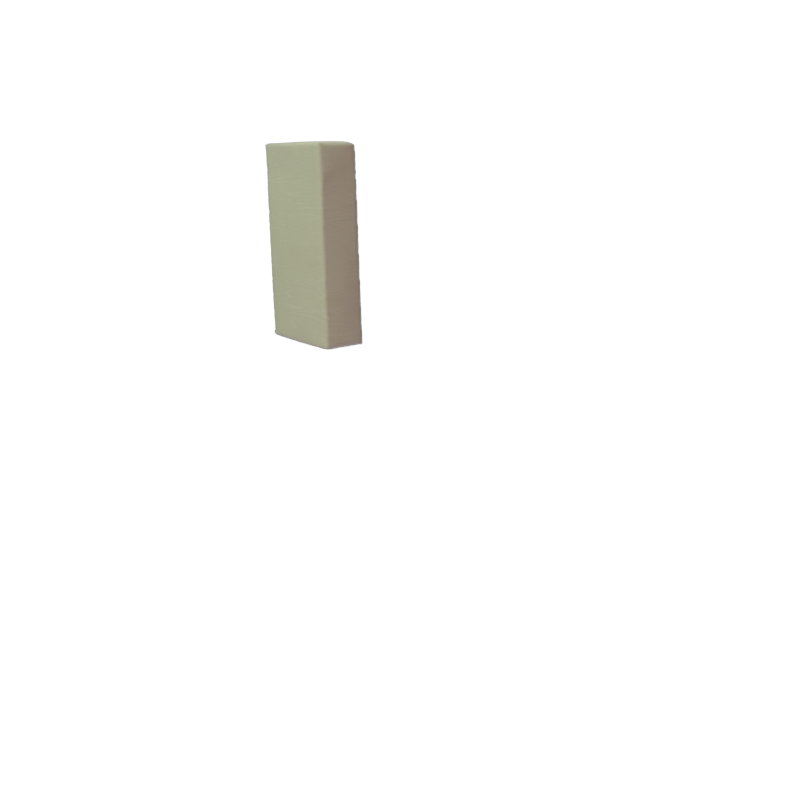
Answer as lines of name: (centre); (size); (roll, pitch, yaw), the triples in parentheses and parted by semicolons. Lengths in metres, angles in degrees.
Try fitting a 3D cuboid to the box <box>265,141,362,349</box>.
box: (-0.076, -0.139, 0.977); (0.046, 0.174, 0.098); (-4, 8, -34)
